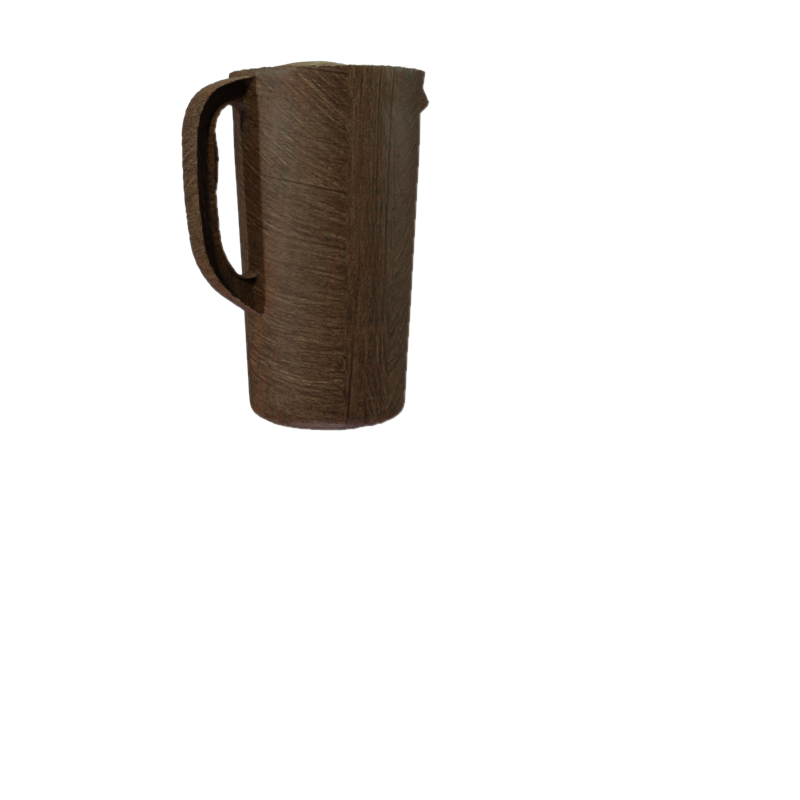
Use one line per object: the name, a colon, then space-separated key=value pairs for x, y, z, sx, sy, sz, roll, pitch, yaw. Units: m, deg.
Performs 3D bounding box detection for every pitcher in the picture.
pitcher: x=-0.059 y=-0.108 z=0.754 sx=0.151 sy=0.241 sz=0.145 roll=1 pitch=6 yaw=8
